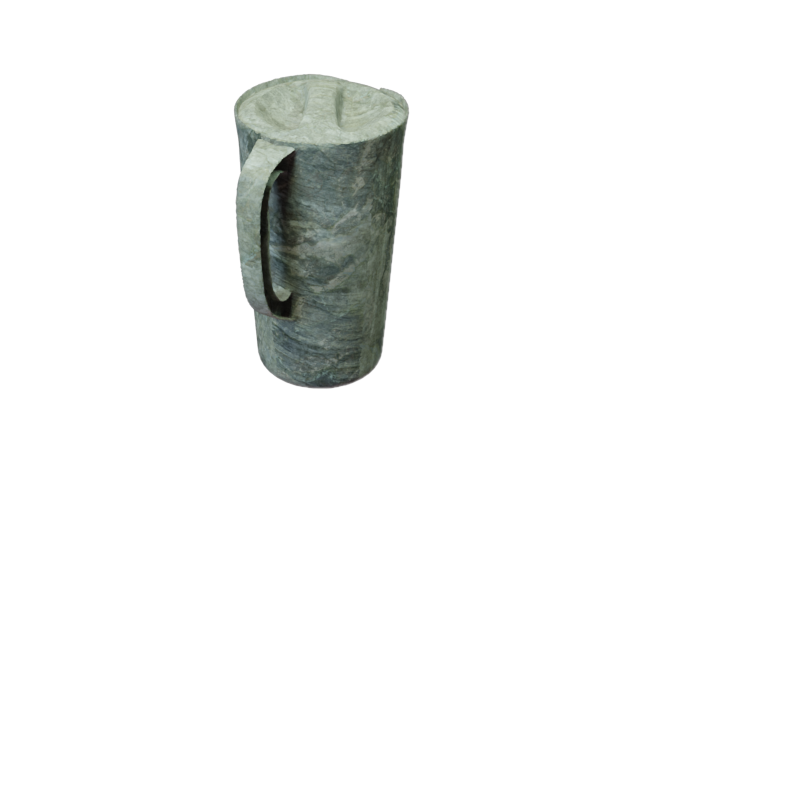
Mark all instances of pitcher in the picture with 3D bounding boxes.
[{"bbox_3d":[-0.070,-0.128,0.893,0.147,0.228,0.156,-9,35,-16],"label":"pitcher"}]
